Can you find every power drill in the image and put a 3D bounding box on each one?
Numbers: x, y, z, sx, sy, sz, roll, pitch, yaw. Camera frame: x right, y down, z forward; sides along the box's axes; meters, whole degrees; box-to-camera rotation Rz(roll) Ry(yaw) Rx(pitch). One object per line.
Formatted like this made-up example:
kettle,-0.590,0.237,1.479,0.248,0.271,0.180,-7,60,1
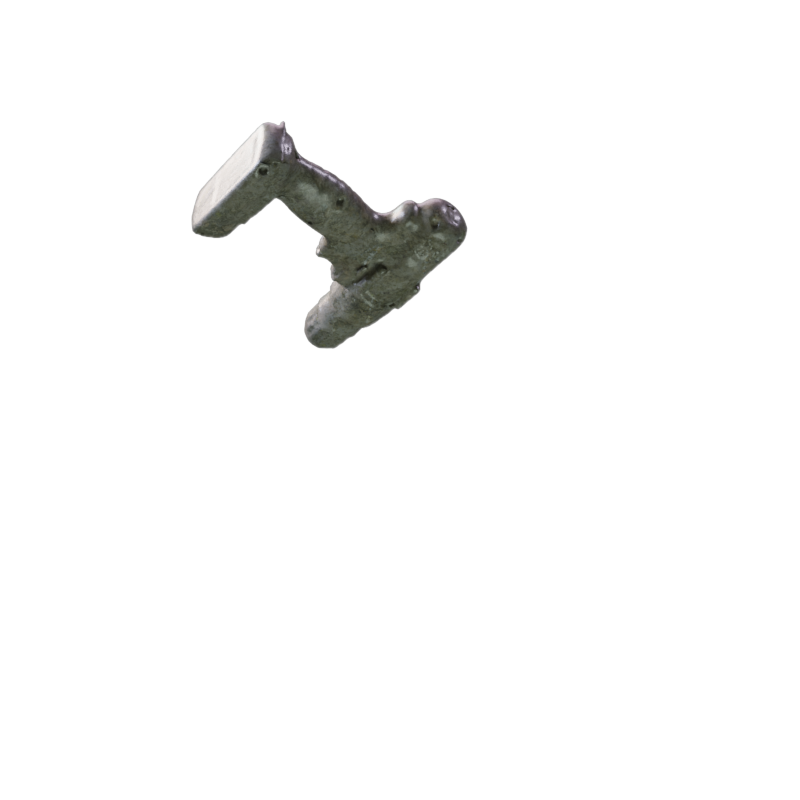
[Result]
power drill,-0.069,-0.127,0.887,0.178,0.062,0.181,28,-51,-27
